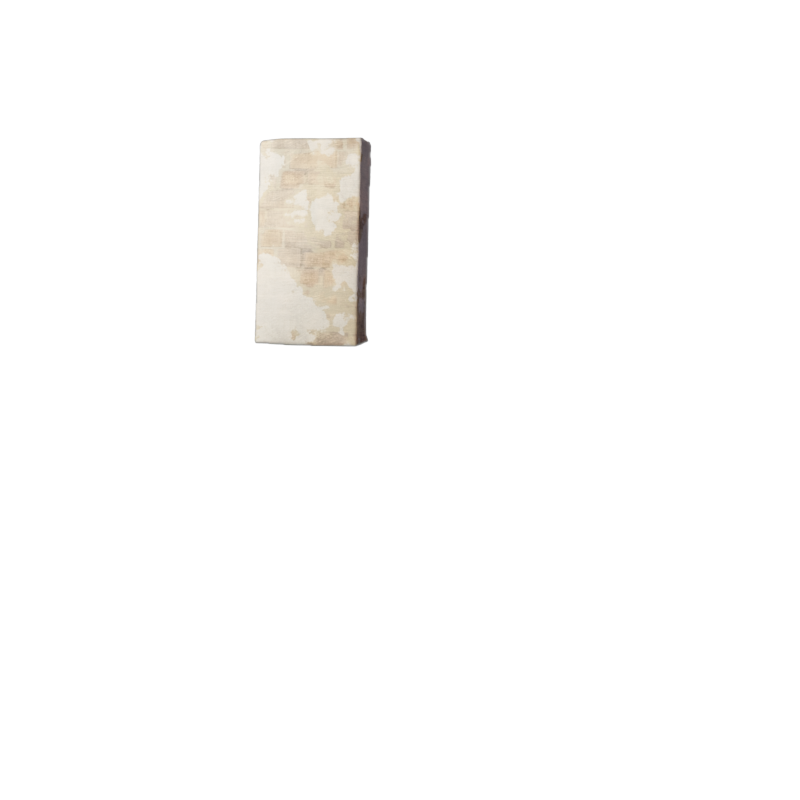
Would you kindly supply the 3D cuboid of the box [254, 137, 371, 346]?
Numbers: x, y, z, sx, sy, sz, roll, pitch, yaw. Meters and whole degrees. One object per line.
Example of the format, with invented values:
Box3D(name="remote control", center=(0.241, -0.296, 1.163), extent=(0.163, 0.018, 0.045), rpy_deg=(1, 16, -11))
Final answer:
Box3D(name="box", center=(-0.075, -0.136, 0.952), extent=(0.095, 0.176, 0.047), rpy_deg=(0, 0, 15))
